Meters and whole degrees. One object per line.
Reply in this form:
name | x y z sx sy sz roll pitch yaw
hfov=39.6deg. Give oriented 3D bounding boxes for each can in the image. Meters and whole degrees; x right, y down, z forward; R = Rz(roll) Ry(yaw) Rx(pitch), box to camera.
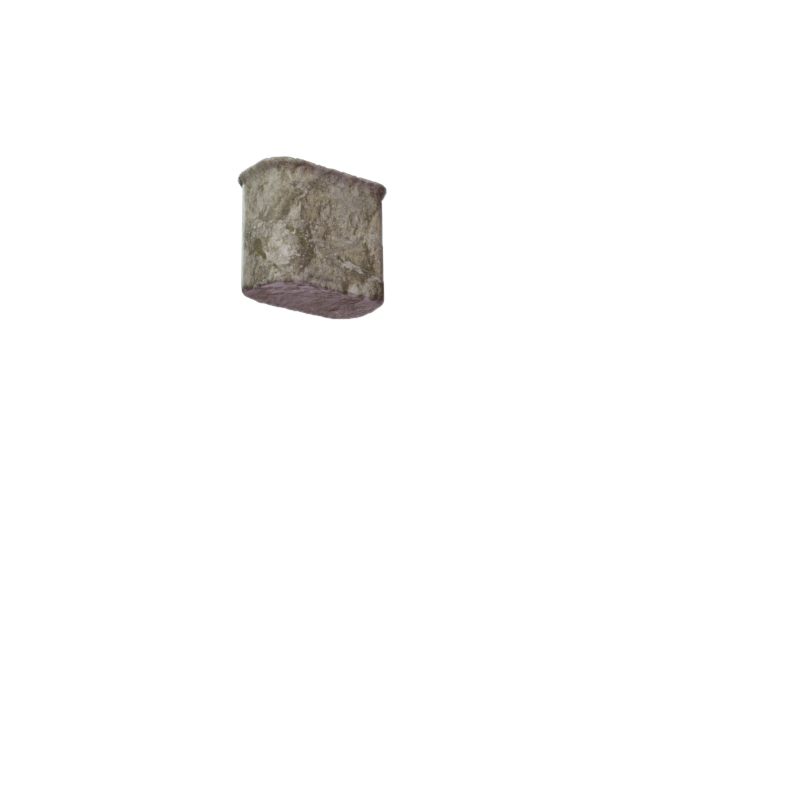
can | -0.058 -0.105 0.735 0.097 0.088 0.058 12 -22 -37
